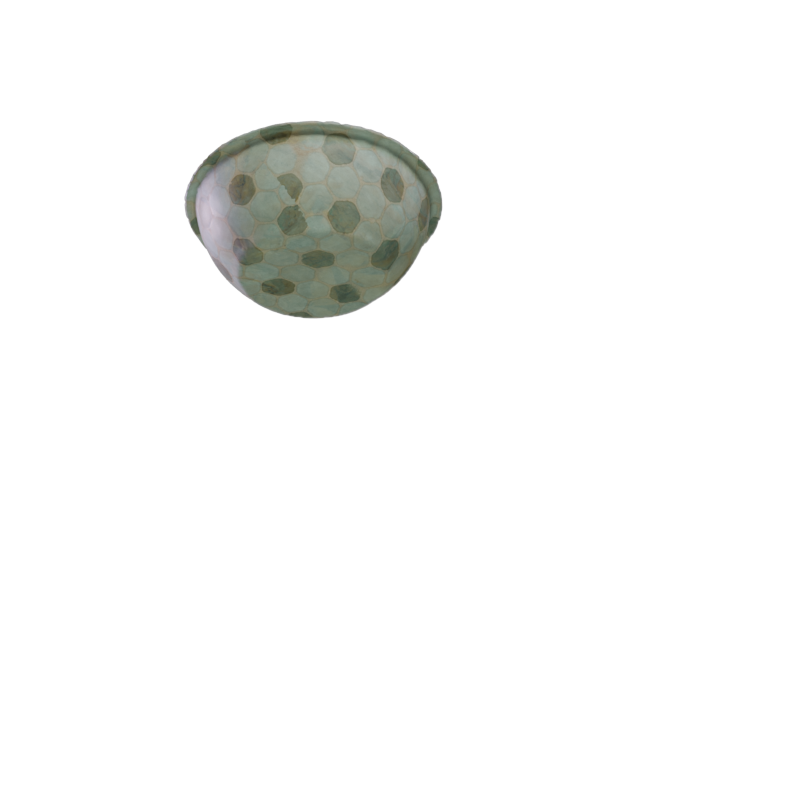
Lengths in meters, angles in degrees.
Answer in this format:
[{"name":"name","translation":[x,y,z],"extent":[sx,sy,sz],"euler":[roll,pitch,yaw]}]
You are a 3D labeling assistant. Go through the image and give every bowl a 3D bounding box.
[{"name":"bowl","translation":[-0.054,-0.098,0.683],"extent":[0.162,0.059,0.152],"euler":[1,-32,-2]}]
